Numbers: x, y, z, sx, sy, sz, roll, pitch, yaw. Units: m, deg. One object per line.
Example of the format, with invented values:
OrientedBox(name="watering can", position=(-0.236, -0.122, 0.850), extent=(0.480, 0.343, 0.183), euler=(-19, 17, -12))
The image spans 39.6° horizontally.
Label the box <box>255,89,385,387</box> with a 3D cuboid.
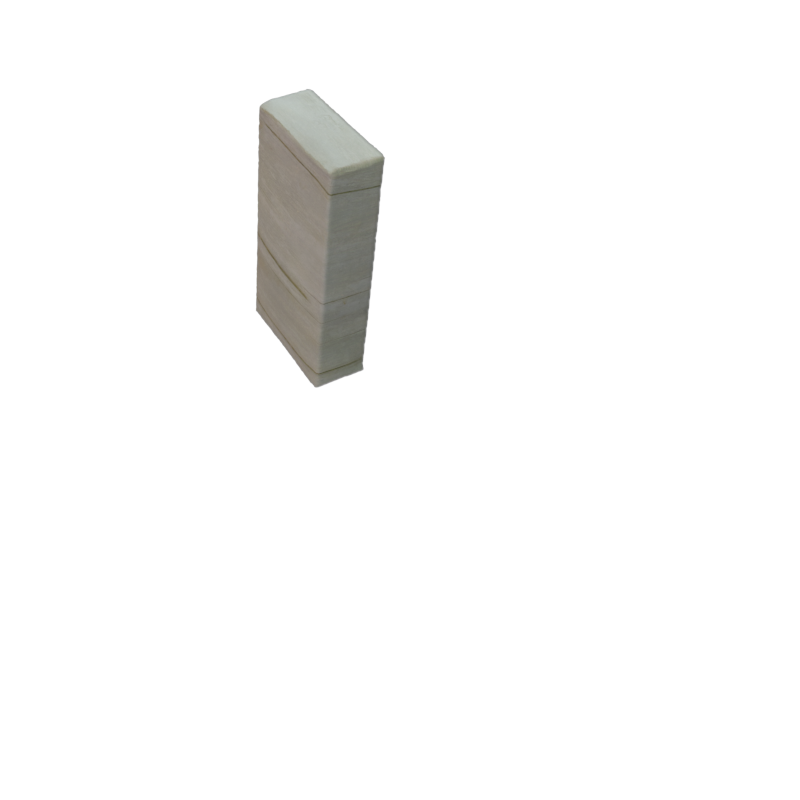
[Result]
OrientedBox(name="box", position=(-0.057, -0.104, 0.726), extent=(0.048, 0.164, 0.101), euler=(-20, 47, -24))
